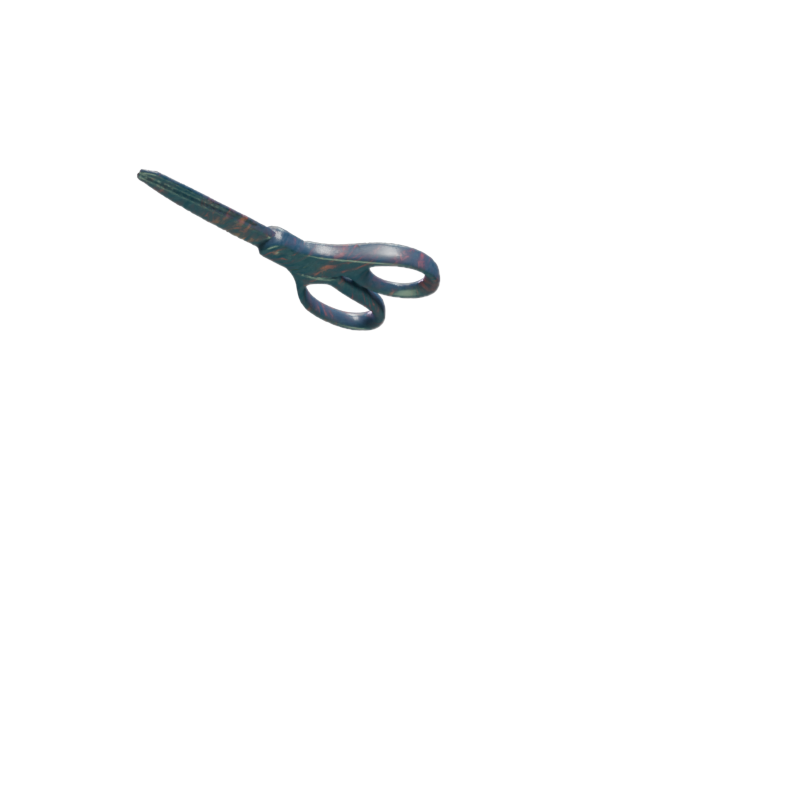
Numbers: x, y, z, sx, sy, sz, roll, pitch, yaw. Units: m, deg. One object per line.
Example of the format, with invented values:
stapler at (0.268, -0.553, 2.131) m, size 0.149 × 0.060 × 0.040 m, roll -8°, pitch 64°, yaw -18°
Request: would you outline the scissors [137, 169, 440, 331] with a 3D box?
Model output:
scissors at (-0.048, -0.088, 0.618) m, size 0.098 × 0.017 × 0.187 m, roll -13°, pitch -28°, yaw 24°
